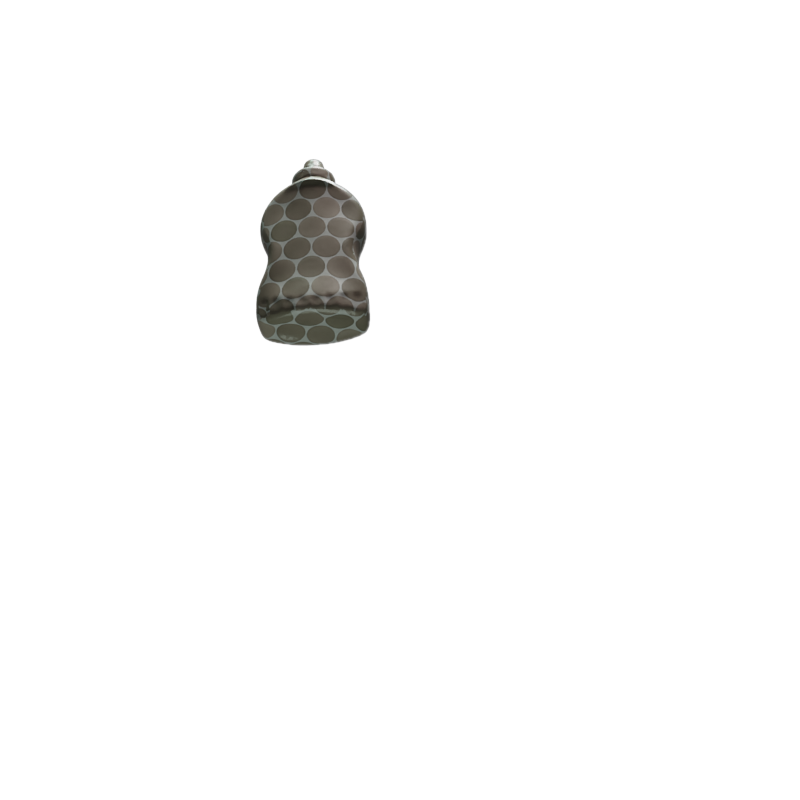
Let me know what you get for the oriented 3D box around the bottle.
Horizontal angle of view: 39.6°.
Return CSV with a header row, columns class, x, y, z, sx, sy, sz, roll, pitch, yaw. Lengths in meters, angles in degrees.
class,x,y,z,sx,sy,sz,roll,pitch,yaw
bottle,-0.078,-0.142,0.998,0.097,0.205,0.054,-6,-36,5
